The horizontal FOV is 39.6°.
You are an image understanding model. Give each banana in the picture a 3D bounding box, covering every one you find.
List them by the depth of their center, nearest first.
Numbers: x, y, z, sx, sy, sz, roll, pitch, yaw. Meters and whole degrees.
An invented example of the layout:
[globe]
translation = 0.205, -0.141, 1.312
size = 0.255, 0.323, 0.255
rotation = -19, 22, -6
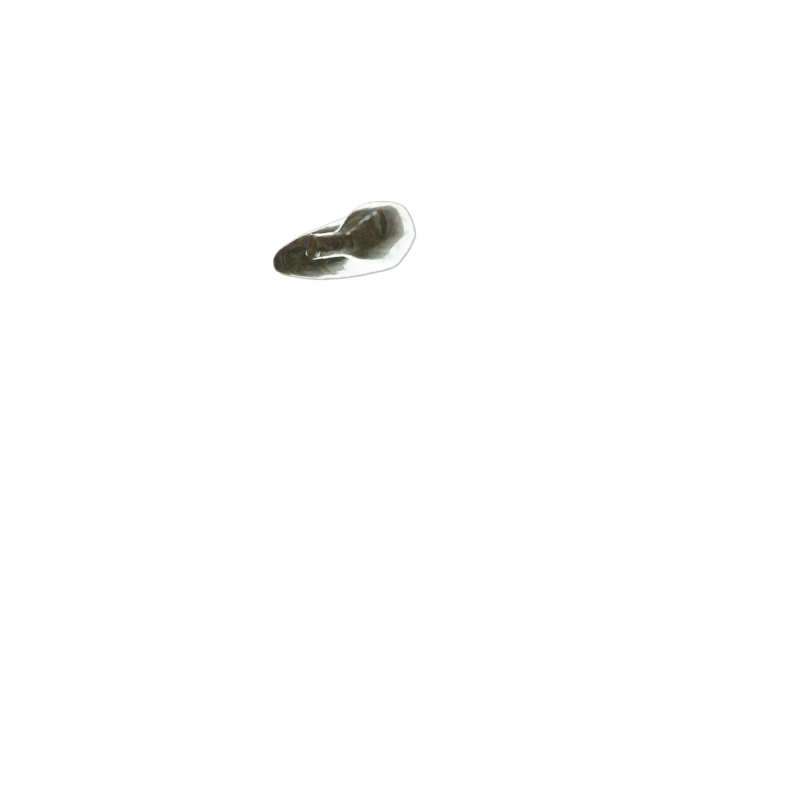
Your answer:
[banana]
translation = -0.031, -0.092, 0.641
size = 0.069, 0.037, 0.199
rotation = 0, 2, -11
